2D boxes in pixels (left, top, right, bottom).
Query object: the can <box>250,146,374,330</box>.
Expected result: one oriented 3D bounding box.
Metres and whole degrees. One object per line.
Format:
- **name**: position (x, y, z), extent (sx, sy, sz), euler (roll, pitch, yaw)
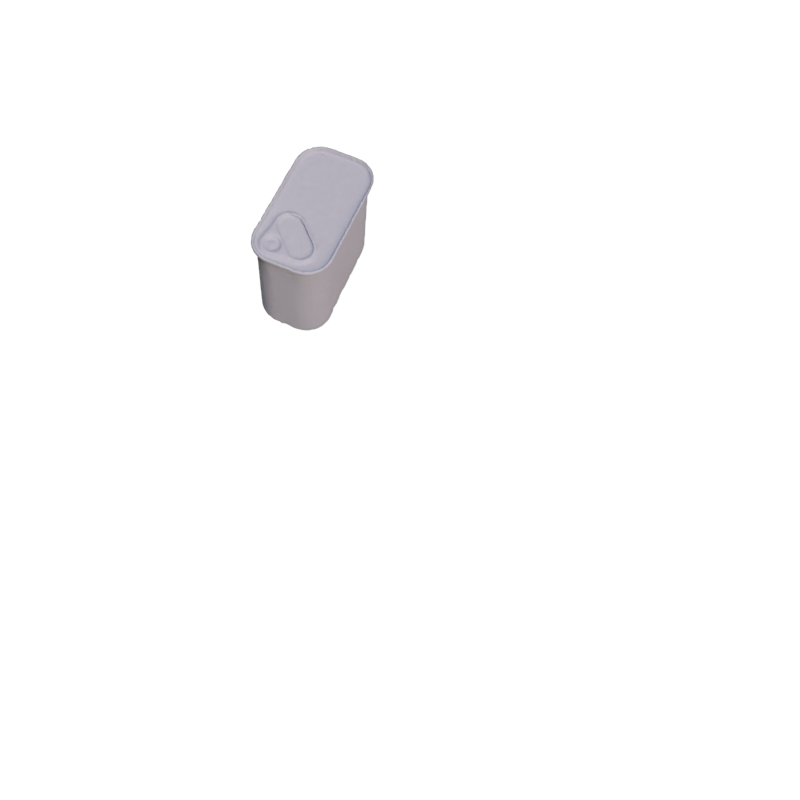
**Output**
- **can**: position (-0.061, -0.110, 0.774), extent (0.059, 0.106, 0.079), euler (21, -28, 8)
